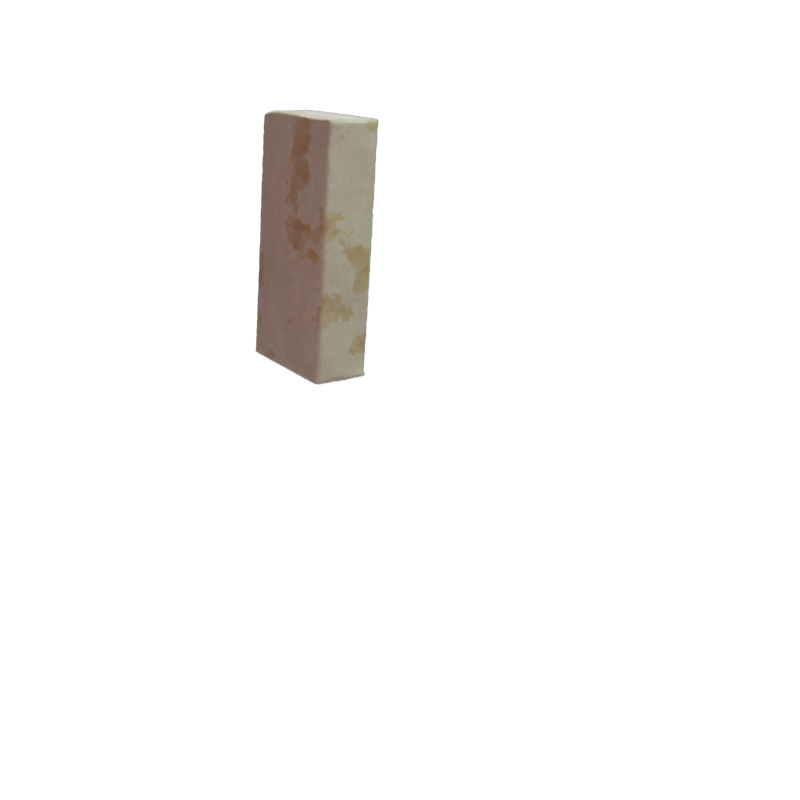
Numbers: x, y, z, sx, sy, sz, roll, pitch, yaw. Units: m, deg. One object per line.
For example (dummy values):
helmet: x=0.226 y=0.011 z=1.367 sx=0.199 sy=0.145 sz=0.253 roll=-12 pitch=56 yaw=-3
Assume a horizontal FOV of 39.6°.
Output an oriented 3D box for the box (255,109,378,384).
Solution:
box: x=-0.060 y=-0.109 z=0.760 sx=0.047 sy=0.172 sz=0.099 roll=-6 pitch=14 yaw=-32
